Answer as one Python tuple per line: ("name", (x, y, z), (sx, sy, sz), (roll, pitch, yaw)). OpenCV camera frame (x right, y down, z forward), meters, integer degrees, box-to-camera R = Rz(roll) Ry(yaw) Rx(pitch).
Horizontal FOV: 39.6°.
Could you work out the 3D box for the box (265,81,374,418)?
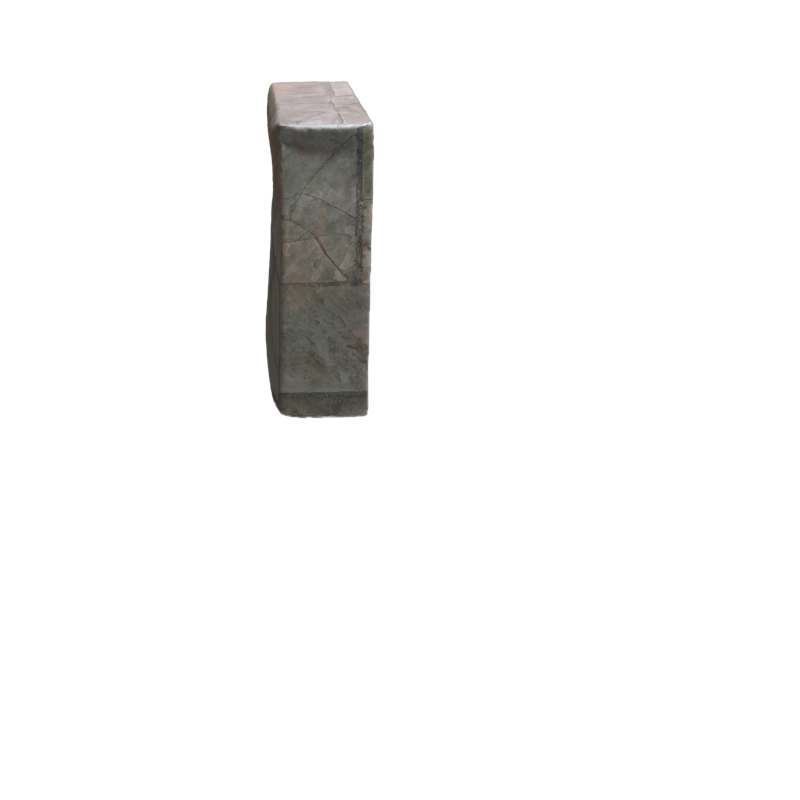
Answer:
("box", (-0.064, -0.117, 0.822), (0.071, 0.205, 0.173), (-1, 21, -8))
